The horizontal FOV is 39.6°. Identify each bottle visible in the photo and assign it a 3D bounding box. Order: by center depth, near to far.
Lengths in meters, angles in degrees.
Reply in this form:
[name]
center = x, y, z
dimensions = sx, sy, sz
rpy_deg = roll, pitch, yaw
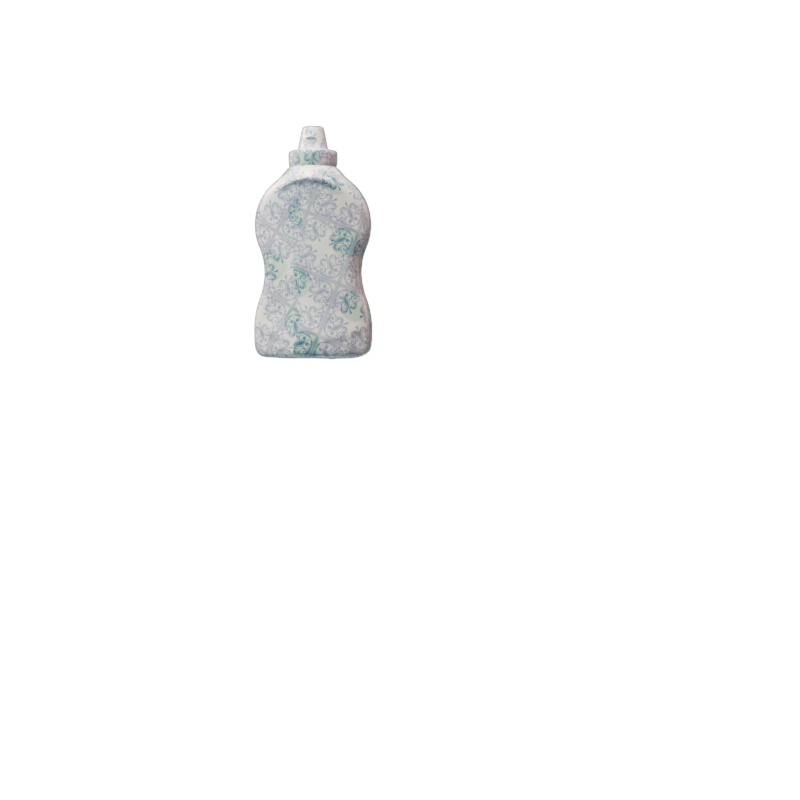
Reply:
[bottle]
center = -0.072, -0.132, 0.924
dimensions = 0.097, 0.192, 0.057
rpy_deg = 0, -1, 10
